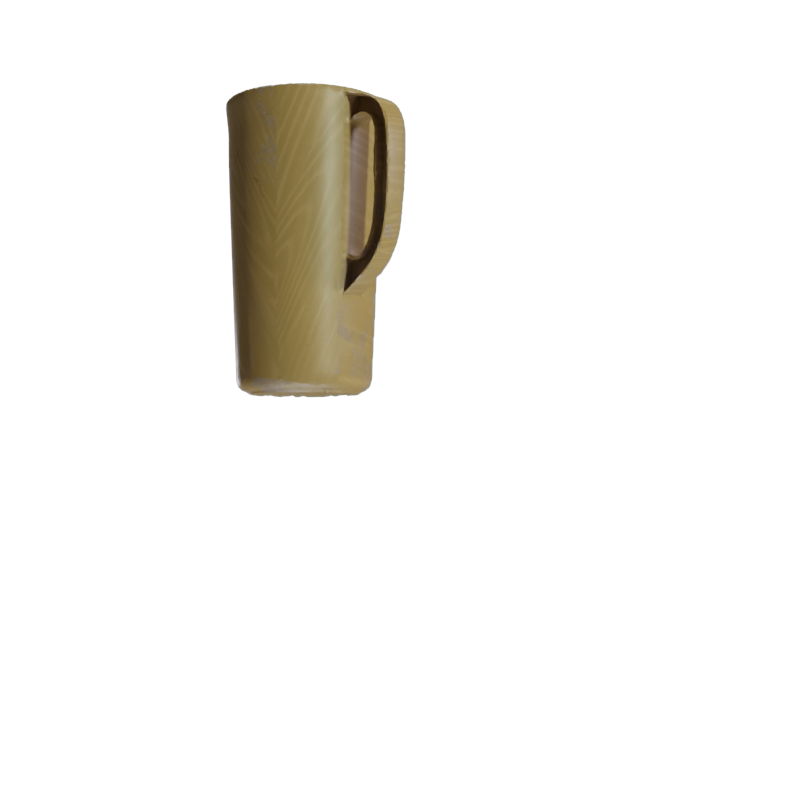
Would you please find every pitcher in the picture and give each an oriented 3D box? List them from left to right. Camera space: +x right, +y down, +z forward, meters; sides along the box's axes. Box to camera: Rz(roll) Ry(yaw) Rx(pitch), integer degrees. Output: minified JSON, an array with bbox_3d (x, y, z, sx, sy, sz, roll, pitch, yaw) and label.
[{"bbox_3d":[-0.070,-0.127,0.890,0.145,0.249,0.146,-1,-8,0],"label":"pitcher"}]
